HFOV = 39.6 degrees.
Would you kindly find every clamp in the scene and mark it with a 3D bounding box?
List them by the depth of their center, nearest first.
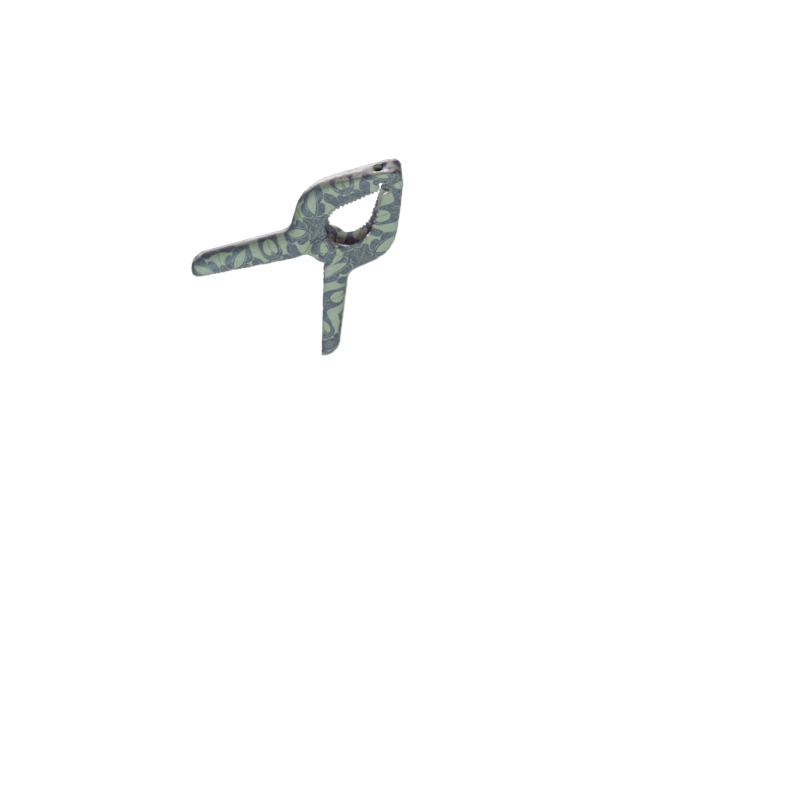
[{"bbox_3d":[-0.078,-0.143,0.998,0.158,0.204,0.039,27,33,-20],"label":"clamp"}]
